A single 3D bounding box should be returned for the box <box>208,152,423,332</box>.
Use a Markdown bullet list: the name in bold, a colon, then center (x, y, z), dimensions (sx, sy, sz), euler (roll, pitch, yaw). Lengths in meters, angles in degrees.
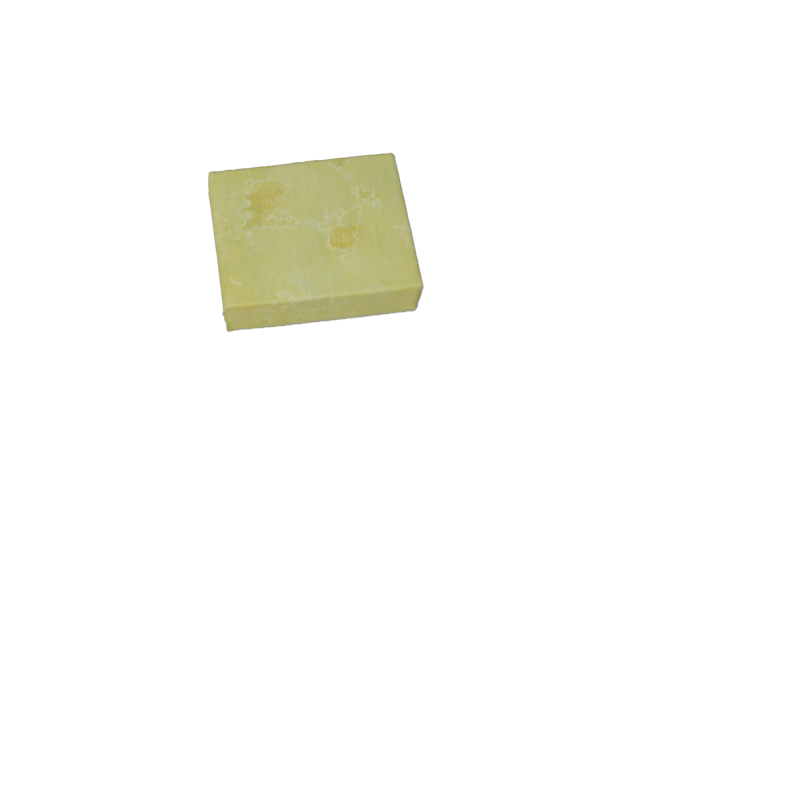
- **box**: center (-0.050, -0.091, 0.637), dimensions (0.113, 0.096, 0.037), euler (-8, -28, -5)
